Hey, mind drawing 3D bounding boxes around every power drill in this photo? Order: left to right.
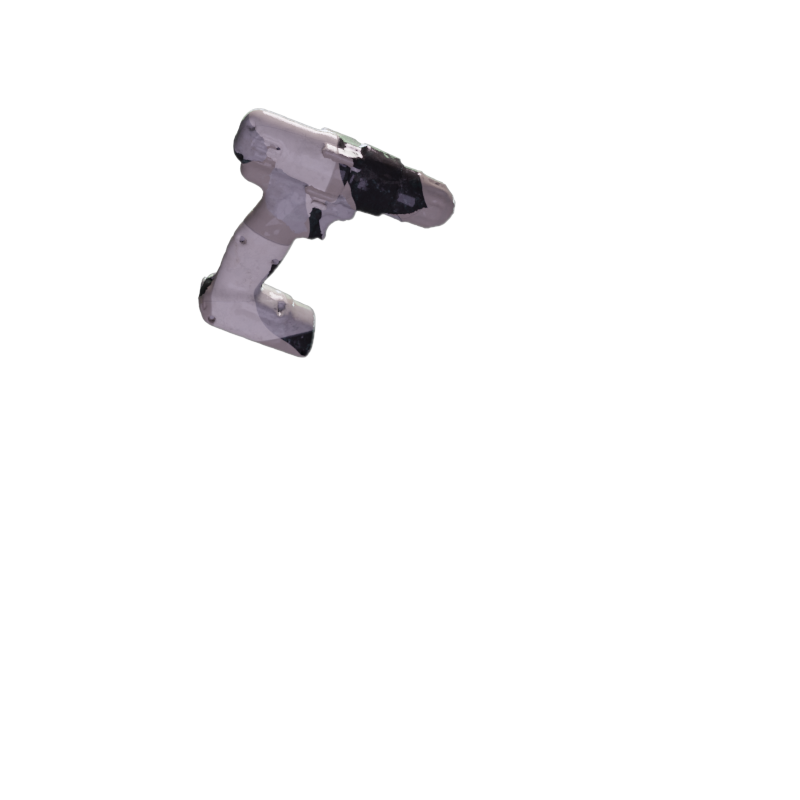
[{"bbox_3d":[-0.070,-0.129,0.900,0.180,0.181,0.061,22,25,-11],"label":"power drill"}]
